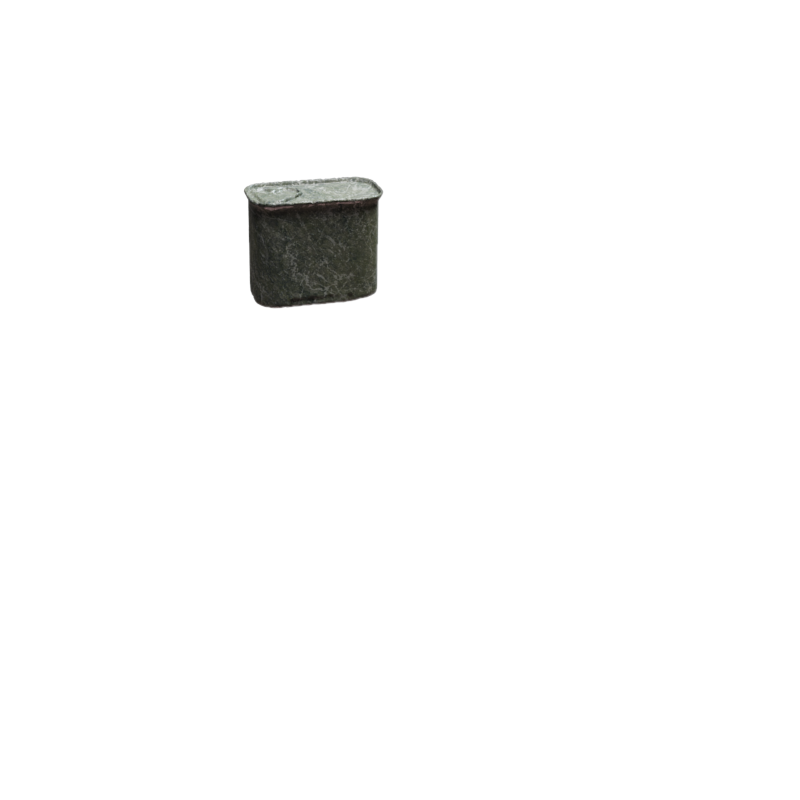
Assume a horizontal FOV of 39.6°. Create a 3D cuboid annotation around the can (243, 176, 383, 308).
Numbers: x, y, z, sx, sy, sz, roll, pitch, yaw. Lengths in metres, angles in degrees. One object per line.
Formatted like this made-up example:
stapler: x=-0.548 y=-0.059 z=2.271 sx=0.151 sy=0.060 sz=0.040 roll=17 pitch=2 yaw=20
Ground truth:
can: x=-0.066 y=-0.120 z=0.844 sx=0.100 sy=0.080 sz=0.061 roll=-5 pitch=23 yaw=-14
